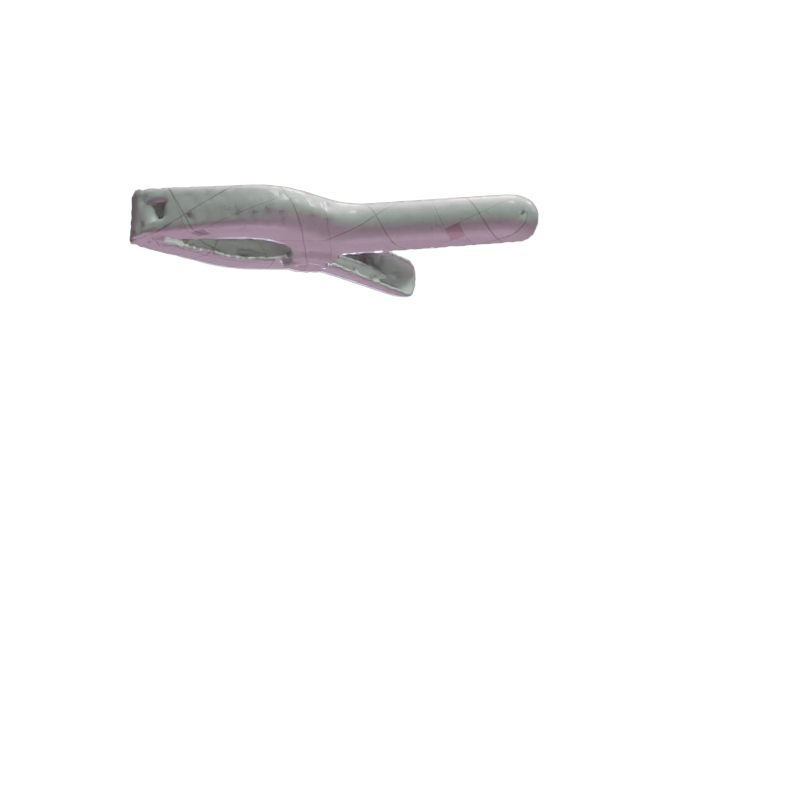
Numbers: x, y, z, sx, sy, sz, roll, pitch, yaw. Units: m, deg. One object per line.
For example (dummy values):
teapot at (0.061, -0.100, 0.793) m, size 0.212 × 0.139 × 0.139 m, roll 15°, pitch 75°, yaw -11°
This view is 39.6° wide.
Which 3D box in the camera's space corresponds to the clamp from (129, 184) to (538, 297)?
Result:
clamp at (-0.050, -0.091, 0.634) m, size 0.206 × 0.038 × 0.163 m, roll 2°, pitch -10°, yaw -15°
